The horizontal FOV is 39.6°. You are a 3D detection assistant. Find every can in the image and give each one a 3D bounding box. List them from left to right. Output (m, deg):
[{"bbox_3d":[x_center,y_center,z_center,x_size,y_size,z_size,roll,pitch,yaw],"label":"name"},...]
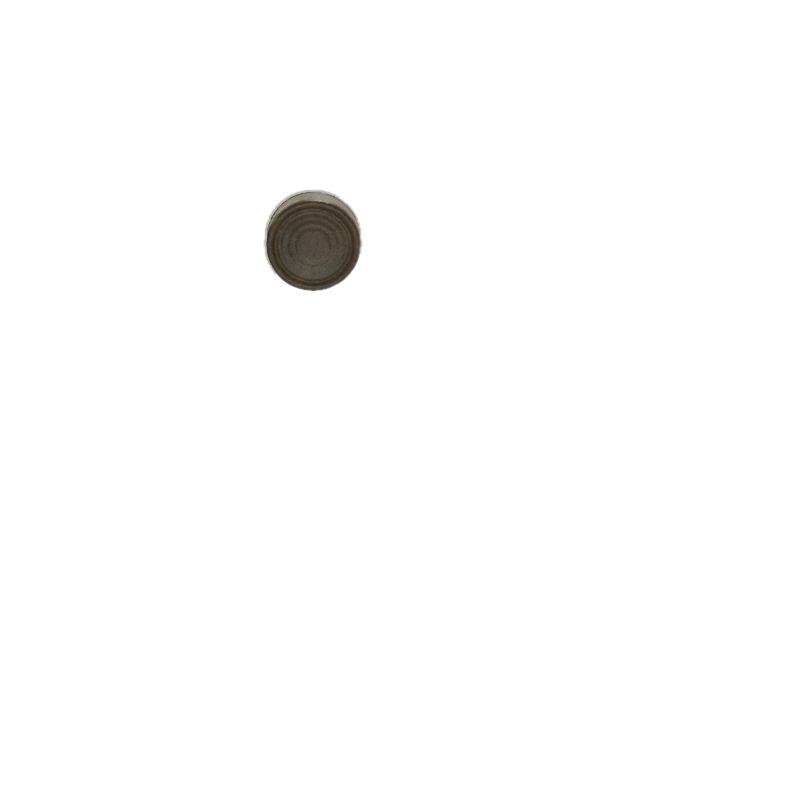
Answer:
[{"bbox_3d":[-0.078,-0.141,0.991,0.086,0.083,0.035,0,18,-1],"label":"can"}]
